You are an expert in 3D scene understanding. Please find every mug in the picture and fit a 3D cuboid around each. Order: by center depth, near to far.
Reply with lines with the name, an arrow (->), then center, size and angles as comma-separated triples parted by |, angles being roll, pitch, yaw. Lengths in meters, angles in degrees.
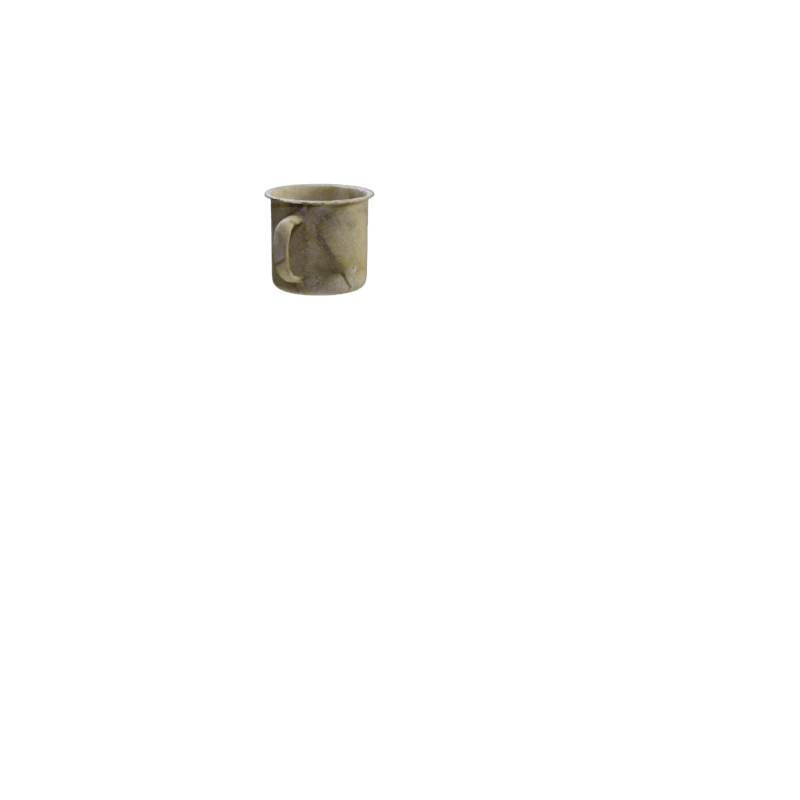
mug -> -0.073, -0.133, 0.932 | 0.096, 0.079, 0.117 | 7, 19, 21
